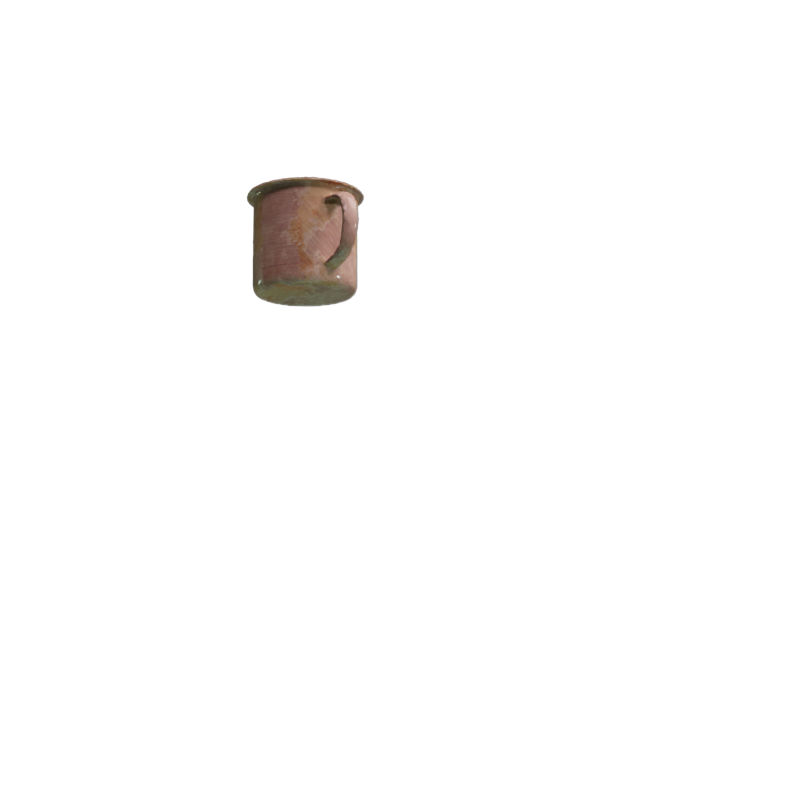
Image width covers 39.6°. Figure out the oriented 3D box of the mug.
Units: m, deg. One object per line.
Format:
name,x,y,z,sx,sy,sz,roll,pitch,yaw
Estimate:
mug,-0.067,-0.123,0.858,0.089,0.084,0.118,9,-15,-34
